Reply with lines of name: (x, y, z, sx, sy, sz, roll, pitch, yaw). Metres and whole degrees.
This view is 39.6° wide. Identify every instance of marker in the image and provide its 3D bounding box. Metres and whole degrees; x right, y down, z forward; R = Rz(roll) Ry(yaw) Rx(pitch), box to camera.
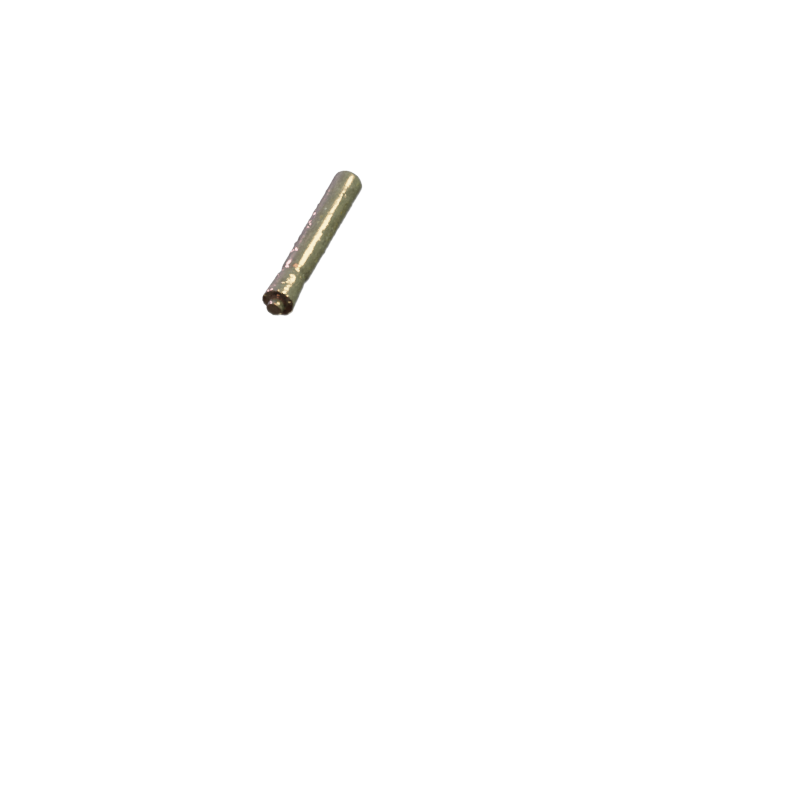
marker: (-0.051, -0.093, 0.651, 0.020, 0.018, 0.127, 0, 43, 24)
